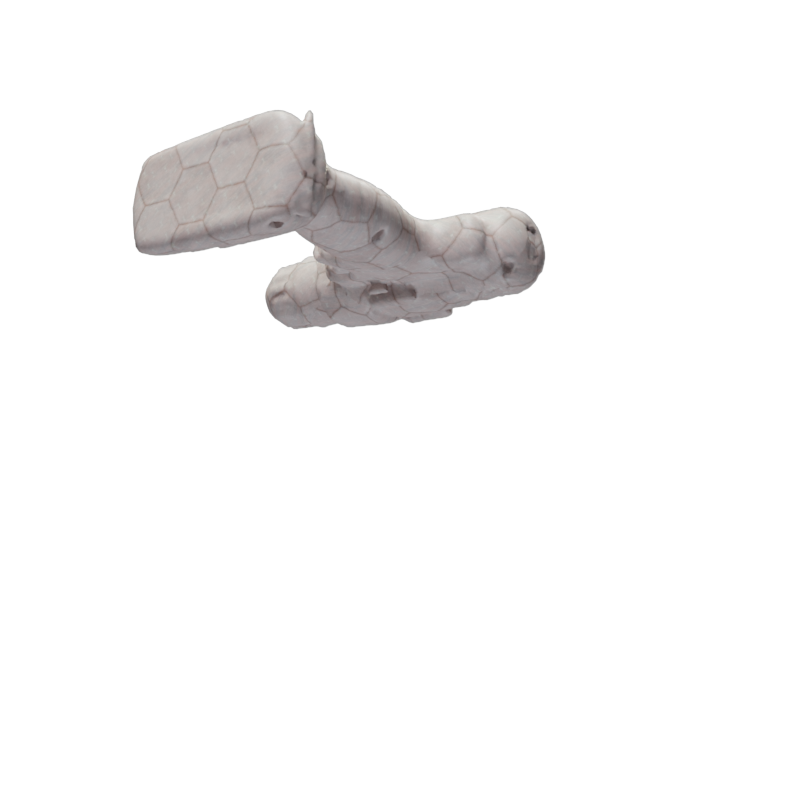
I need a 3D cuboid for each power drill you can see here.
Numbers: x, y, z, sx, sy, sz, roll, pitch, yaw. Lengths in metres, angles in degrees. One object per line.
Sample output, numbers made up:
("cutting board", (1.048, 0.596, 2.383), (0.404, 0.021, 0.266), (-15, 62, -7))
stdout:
("power drill", (-0.046, -0.083, 0.581), (0.188, 0.060, 0.177), (-10, -16, 38))
